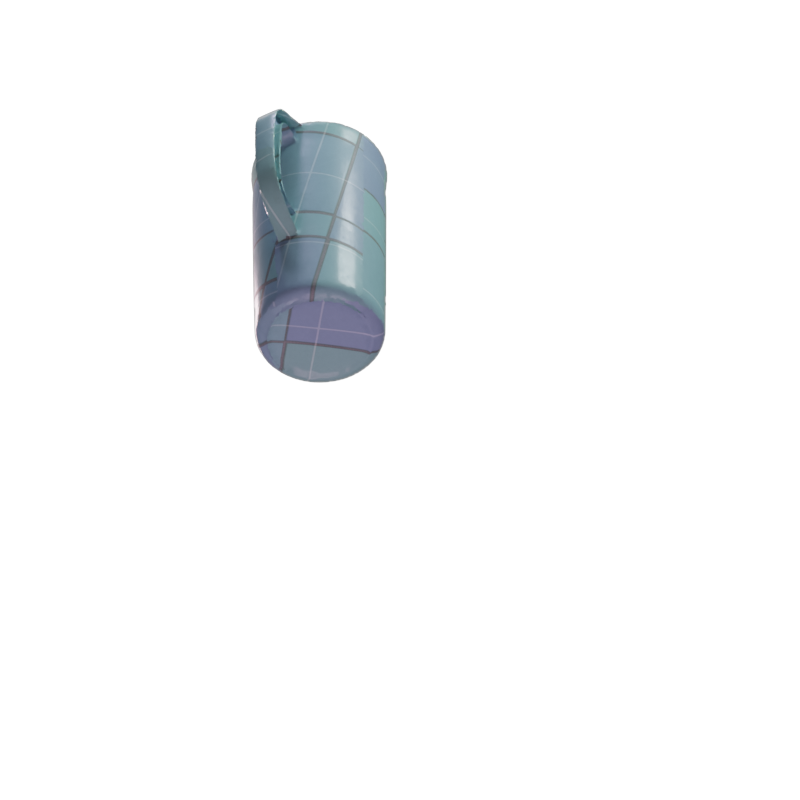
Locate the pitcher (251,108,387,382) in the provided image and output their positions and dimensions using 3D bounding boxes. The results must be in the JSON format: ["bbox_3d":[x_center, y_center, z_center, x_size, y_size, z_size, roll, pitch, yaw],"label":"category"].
[{"bbox_3d":[-0.078,-0.142,0.992,0.146,0.138,0.261,14,39,-15],"label":"pitcher"}]
